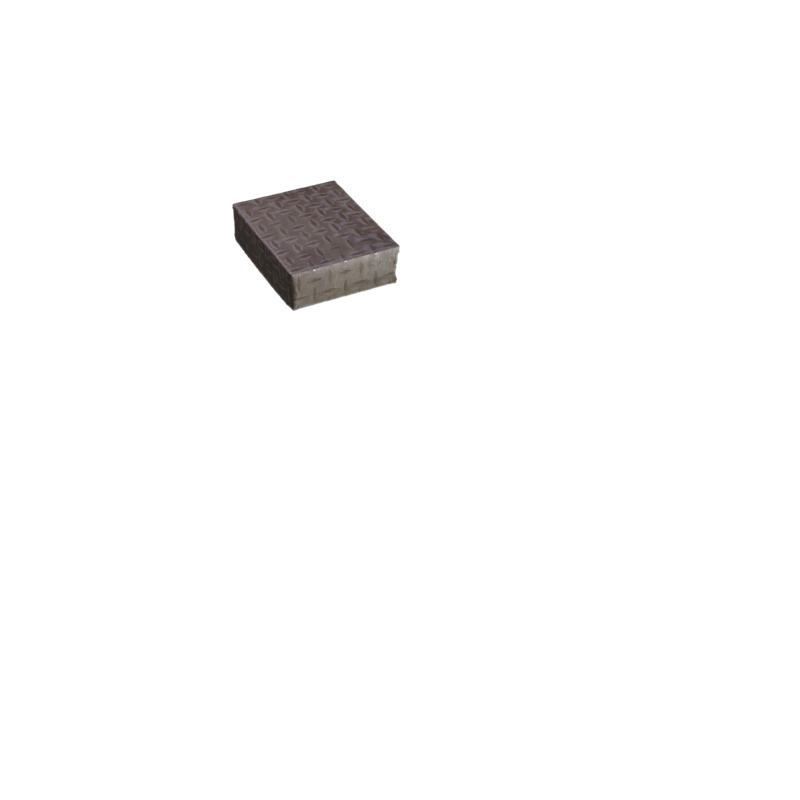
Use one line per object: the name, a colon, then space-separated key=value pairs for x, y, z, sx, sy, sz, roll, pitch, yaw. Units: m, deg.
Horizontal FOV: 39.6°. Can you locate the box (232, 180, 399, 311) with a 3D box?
box: x=-0.066 y=-0.120 z=0.843 sx=0.089 sy=0.036 sz=0.123 roll=-18 pitch=43 yaw=-21
